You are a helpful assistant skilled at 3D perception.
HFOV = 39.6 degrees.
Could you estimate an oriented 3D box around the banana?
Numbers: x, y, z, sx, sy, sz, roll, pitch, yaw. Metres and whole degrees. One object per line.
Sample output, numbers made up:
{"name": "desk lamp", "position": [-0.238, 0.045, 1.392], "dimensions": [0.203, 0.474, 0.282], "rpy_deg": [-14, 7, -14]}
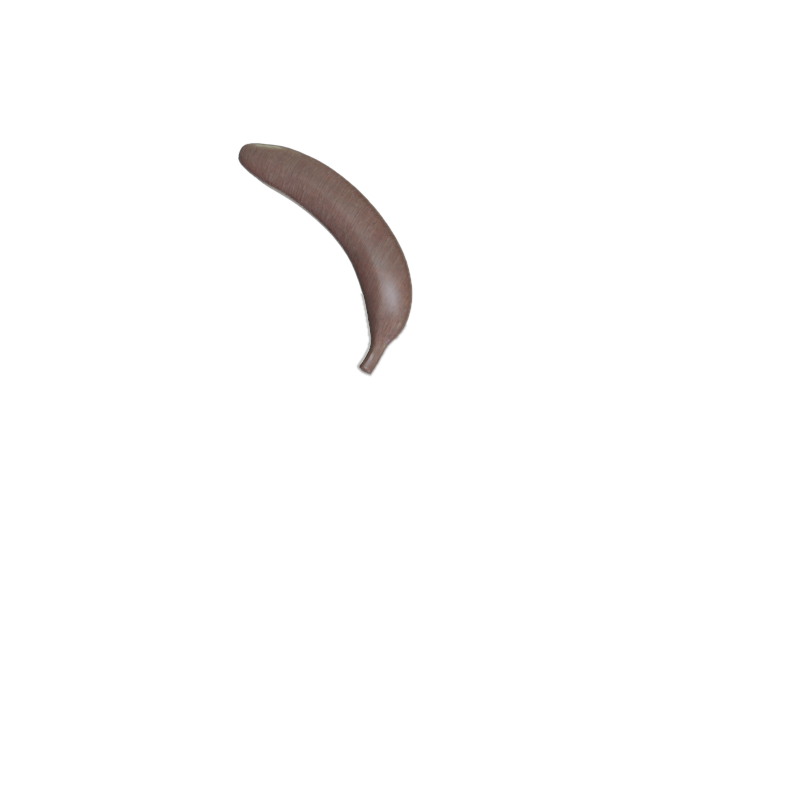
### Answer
{"name": "banana", "position": [-0.044, -0.119, 0.799], "dimensions": [0.069, 0.208, 0.035], "rpy_deg": [-27, -20, -11]}
